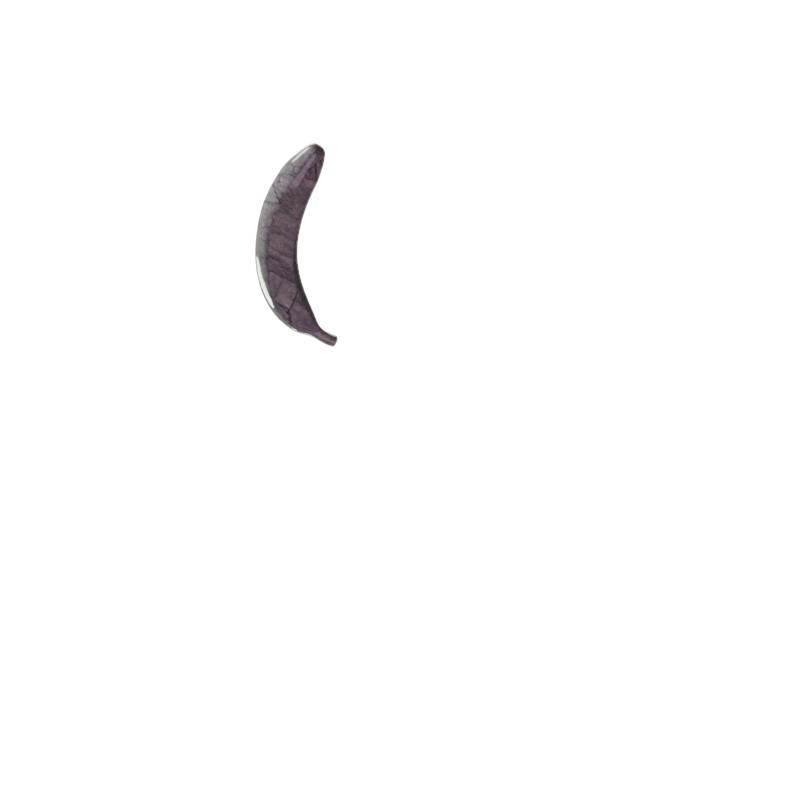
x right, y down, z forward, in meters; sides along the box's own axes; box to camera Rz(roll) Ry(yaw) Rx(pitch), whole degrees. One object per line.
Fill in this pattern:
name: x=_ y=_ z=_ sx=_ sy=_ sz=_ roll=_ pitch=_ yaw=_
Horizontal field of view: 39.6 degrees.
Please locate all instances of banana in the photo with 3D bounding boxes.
banana: x=-0.096 y=-0.137 z=0.990 sx=0.070 sy=0.186 sz=0.039 roll=-3 pitch=29 yaw=0
